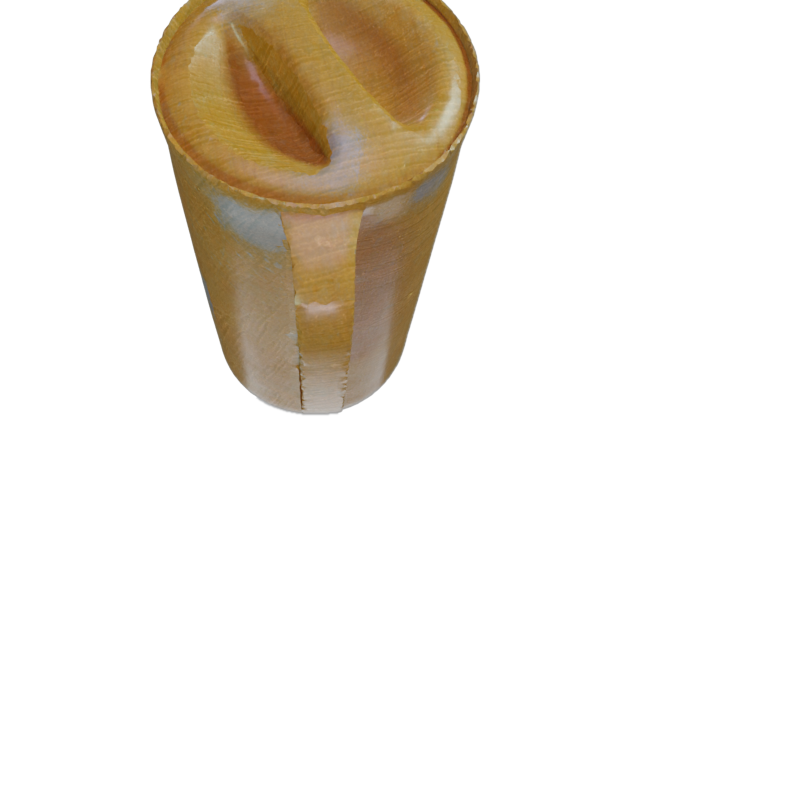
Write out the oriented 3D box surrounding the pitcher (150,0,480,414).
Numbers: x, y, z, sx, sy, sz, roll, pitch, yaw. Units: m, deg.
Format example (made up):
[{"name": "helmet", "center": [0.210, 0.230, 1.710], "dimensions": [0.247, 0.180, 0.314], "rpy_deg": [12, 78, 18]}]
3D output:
[{"name": "pitcher", "center": [-0.042, -0.077, 0.539], "dimensions": [0.151, 0.152, 0.229], "rpy_deg": [38, -23, 15]}]
